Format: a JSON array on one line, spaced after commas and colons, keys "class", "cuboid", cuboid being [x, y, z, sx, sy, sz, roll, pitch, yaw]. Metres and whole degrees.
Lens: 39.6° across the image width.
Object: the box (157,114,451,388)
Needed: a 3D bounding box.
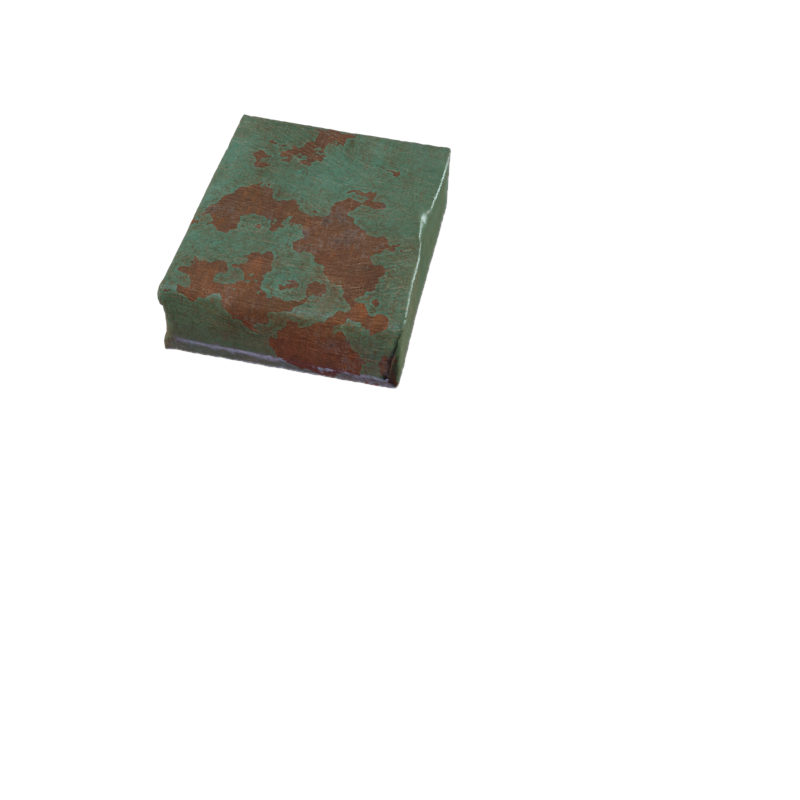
[{"class": "box", "cuboid": [-0.027, -0.050, 0.350, 0.074, 0.094, 0.028, 10, -42, 8]}]
